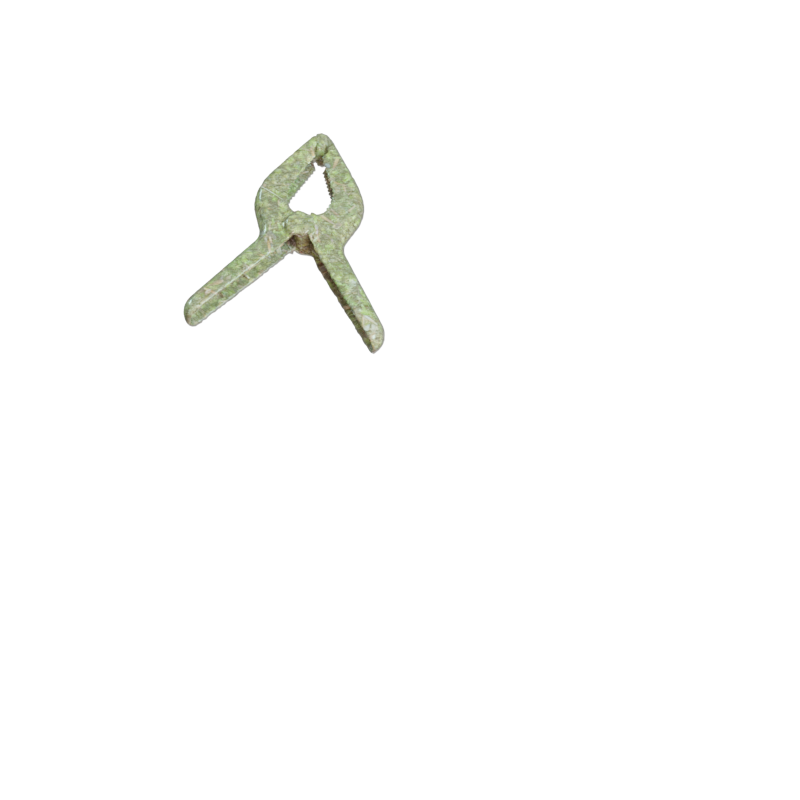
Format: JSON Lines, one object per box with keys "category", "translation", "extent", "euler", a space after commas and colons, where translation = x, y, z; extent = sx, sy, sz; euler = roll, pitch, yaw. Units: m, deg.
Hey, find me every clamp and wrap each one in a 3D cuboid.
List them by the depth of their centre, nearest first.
{"category": "clamp", "translation": [-0.074, -0.135, 0.943], "extent": [0.167, 0.220, 0.034], "euler": [13, -30, 8]}
